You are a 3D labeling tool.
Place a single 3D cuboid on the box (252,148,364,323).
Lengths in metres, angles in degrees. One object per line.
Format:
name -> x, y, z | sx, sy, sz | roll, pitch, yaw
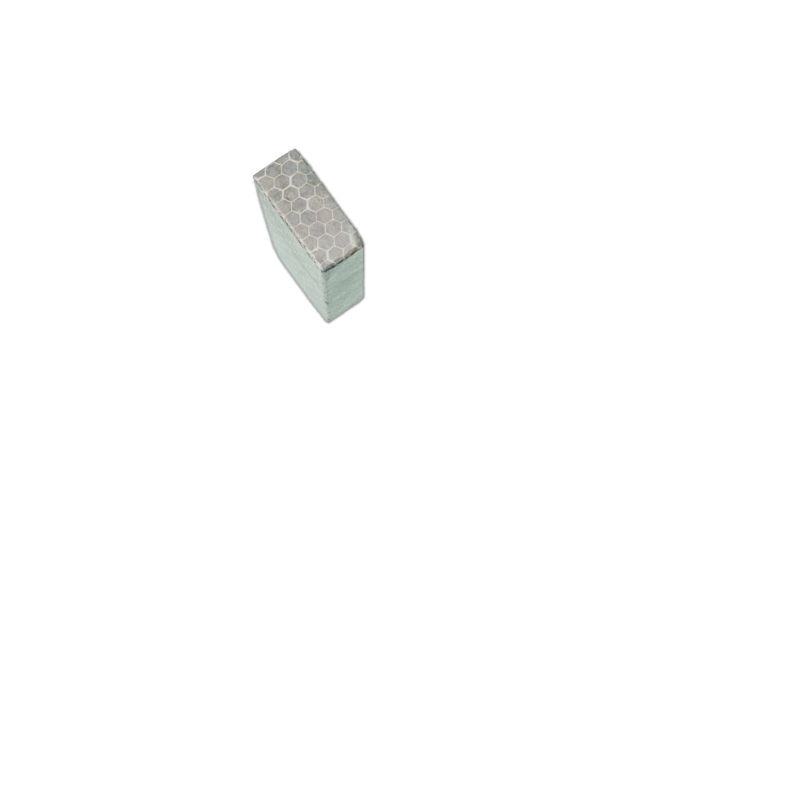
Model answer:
box -> -0.069, -0.126, 0.883 | 0.048, 0.096, 0.171 | -34, -7, -9
